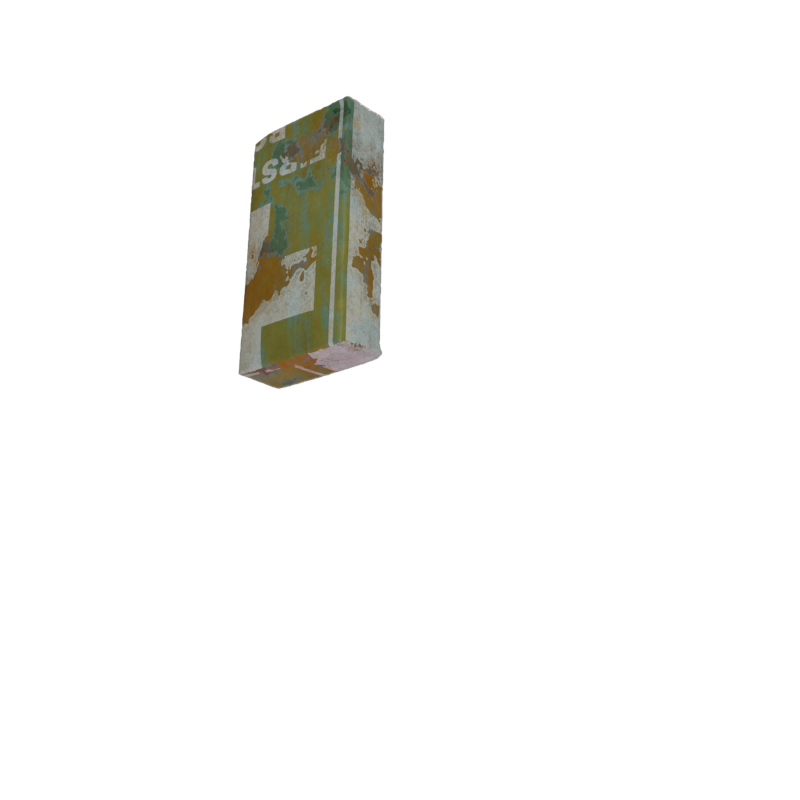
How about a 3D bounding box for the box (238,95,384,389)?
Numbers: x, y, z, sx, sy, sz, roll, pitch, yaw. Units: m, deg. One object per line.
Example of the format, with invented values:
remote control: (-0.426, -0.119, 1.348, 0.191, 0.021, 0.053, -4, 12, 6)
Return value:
box: (-0.058, -0.104, 0.730, 0.094, 0.186, 0.045, -19, -29, 36)
